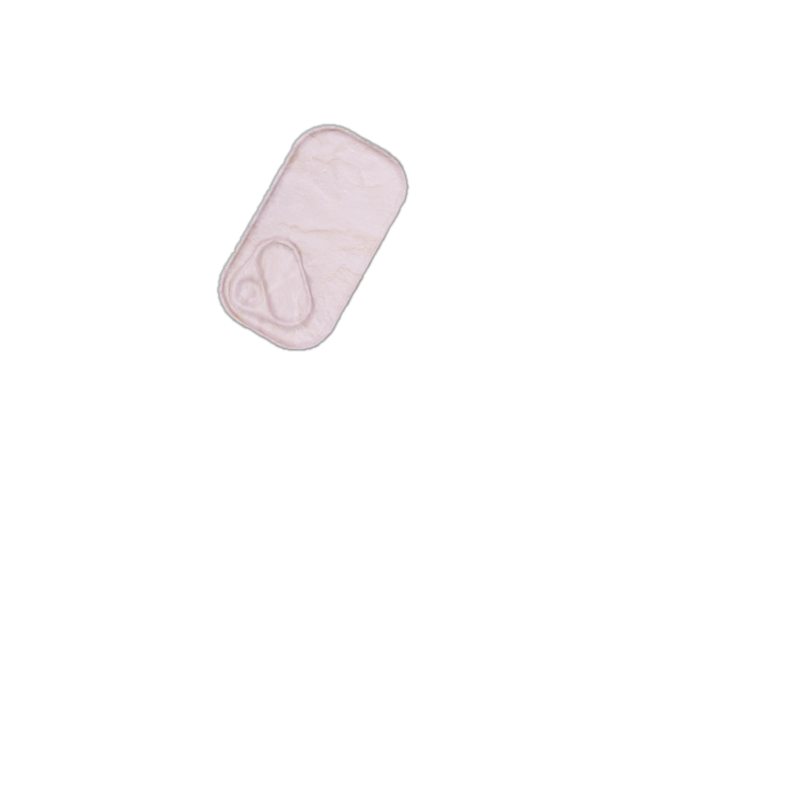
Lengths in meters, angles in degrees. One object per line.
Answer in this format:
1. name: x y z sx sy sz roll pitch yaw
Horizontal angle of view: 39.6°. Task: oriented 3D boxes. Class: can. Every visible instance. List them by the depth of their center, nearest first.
1. can: -0.043 -0.078 0.545 0.057 0.102 0.084 29 0 -4
